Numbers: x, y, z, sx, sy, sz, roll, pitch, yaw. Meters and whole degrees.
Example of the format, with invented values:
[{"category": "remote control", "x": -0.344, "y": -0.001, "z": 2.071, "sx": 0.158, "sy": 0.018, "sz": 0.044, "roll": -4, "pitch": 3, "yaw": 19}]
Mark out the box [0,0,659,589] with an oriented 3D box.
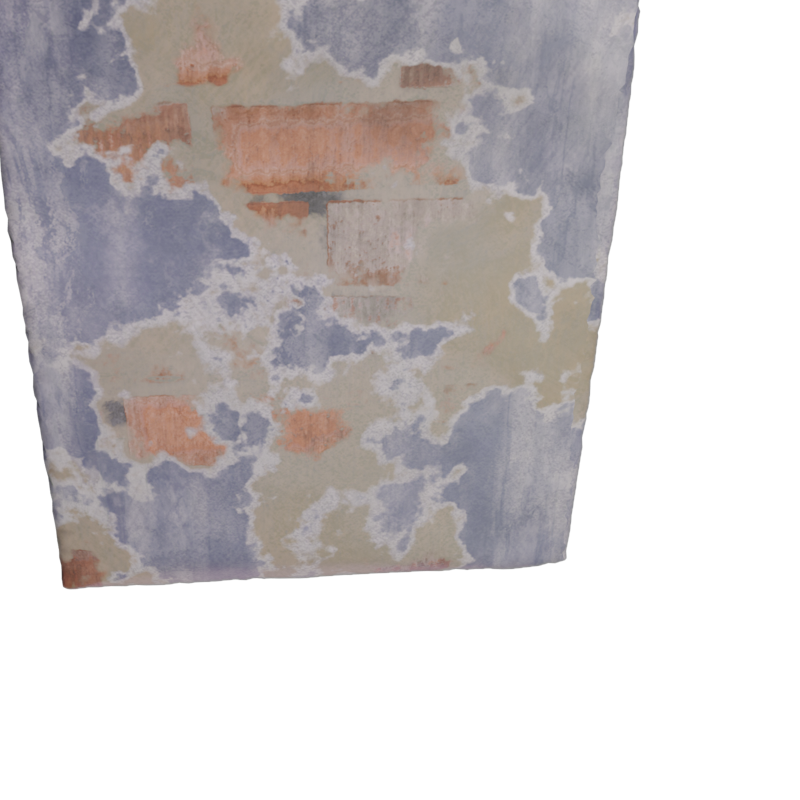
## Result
[{"category": "box", "x": -0.026, "y": -0.047, "z": 0.327, "sx": 0.163, "sy": 0.201, "sz": 0.077, "roll": -1, "pitch": 30, "yaw": -4}]
